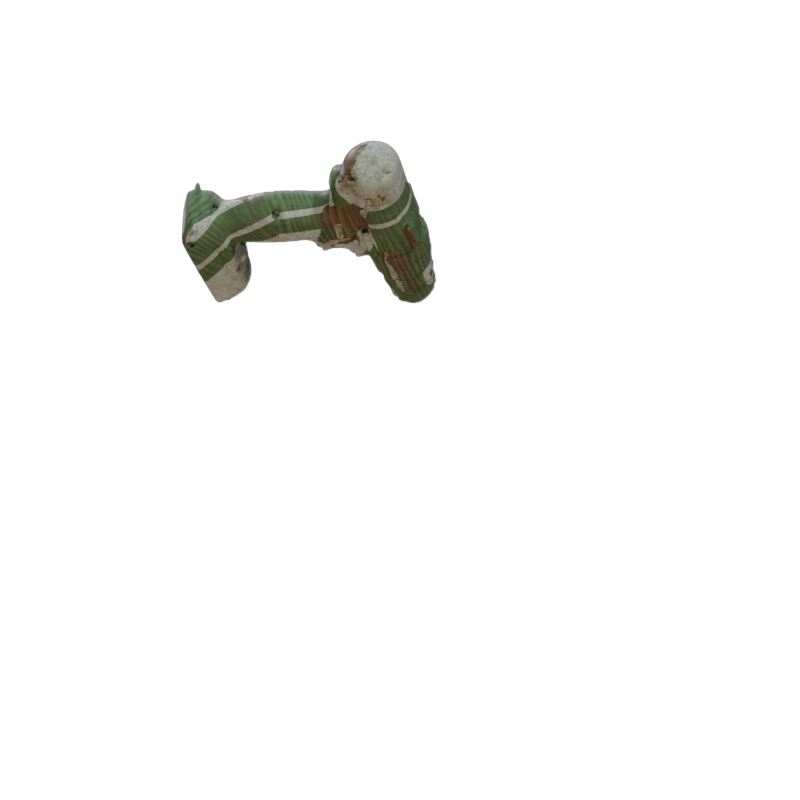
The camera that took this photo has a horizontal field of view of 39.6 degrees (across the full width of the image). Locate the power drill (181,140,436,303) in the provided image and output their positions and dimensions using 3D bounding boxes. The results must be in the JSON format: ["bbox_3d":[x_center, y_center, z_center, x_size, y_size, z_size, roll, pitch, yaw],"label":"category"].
[{"bbox_3d":[-0.071,-0.129,0.906,0.189,0.061,0.170,-8,-35,11],"label":"power drill"}]
